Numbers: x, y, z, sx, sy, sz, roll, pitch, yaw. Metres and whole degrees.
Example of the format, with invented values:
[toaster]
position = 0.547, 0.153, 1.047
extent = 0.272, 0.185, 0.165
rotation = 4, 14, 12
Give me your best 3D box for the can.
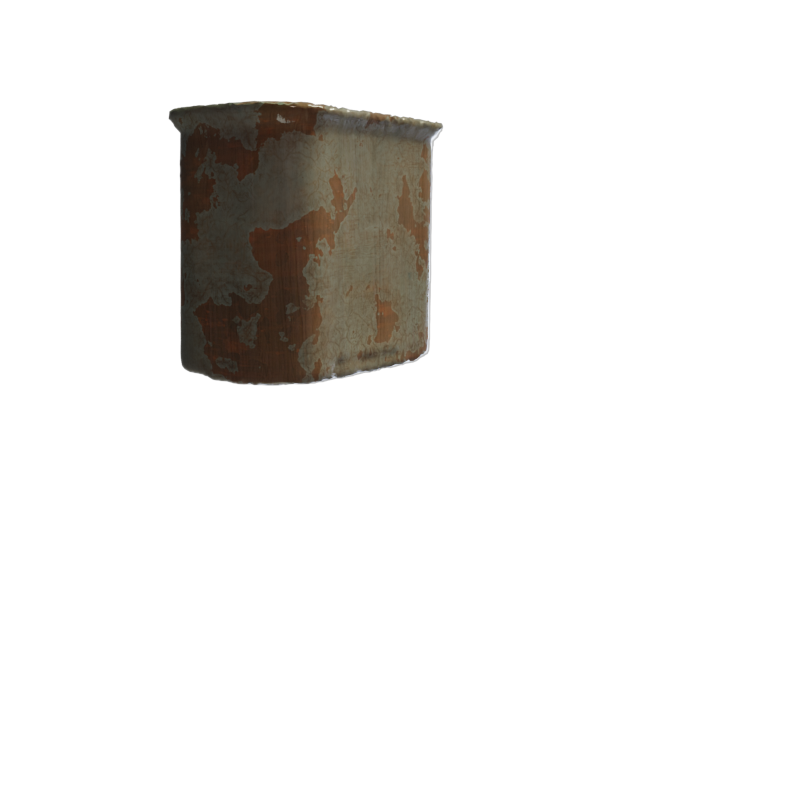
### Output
[can]
position = -0.029, -0.053, 0.372
extent = 0.060, 0.083, 0.099
rotation = 3, 6, 33
